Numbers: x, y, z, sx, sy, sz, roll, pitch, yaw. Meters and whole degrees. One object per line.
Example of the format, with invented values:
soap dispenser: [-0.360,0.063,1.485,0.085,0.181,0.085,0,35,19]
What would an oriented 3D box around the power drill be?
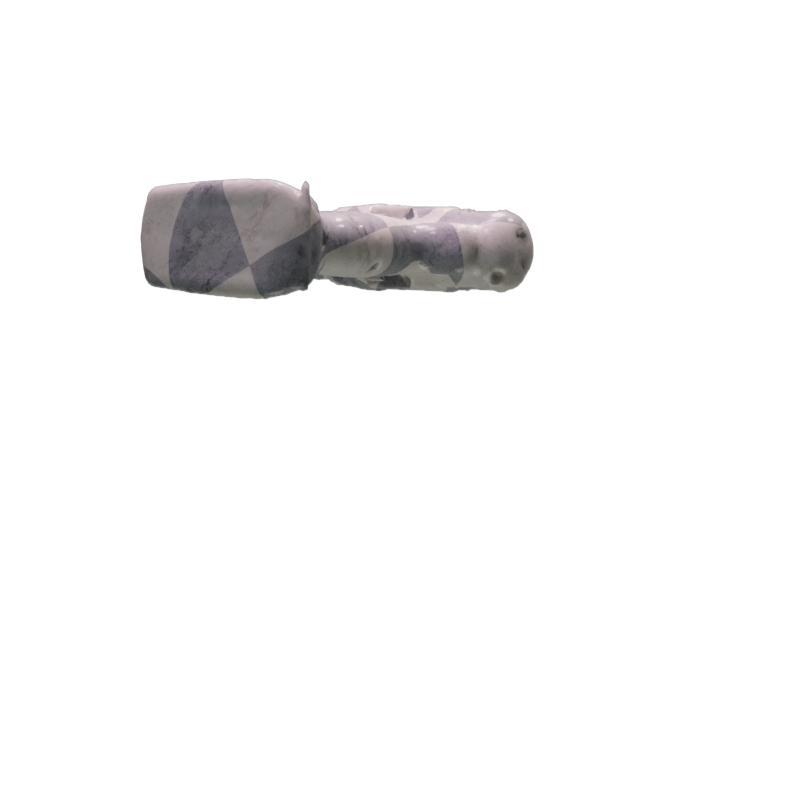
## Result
power drill: [-0.048,-0.087,0.611,0.192,0.057,0.181,5,8,40]
